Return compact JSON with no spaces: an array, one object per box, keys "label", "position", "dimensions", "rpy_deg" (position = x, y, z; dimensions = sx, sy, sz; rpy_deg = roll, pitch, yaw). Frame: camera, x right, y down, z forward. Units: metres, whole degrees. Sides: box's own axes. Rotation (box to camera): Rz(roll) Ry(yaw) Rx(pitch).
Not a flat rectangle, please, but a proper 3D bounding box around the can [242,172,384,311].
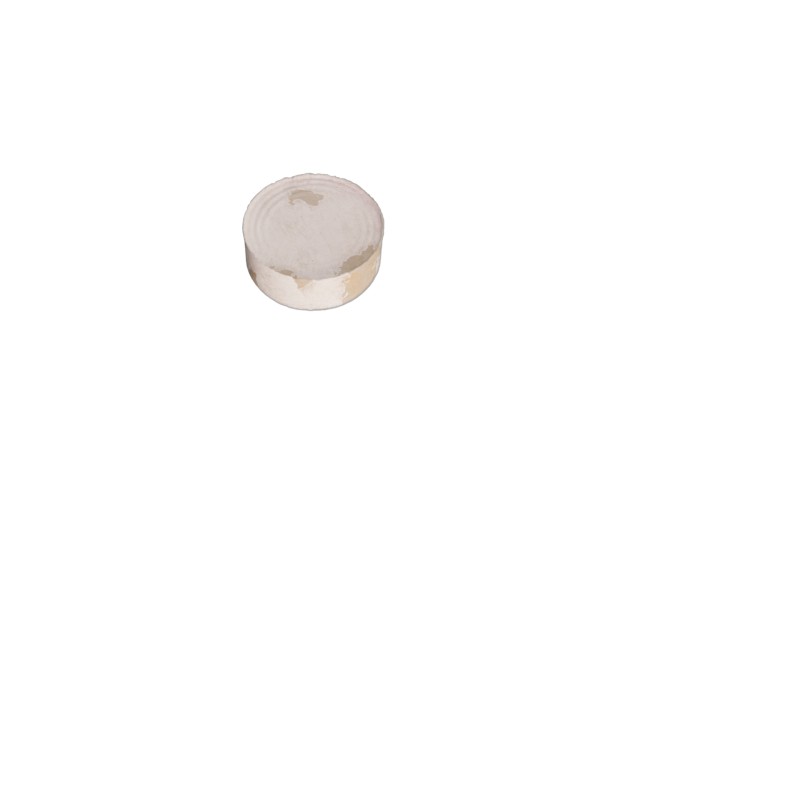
[{"label":"can","position":[-0.053,-0.097,0.680],"dimensions":[0.086,0.092,0.031],"rpy_deg":[-1,-37,-1]}]
